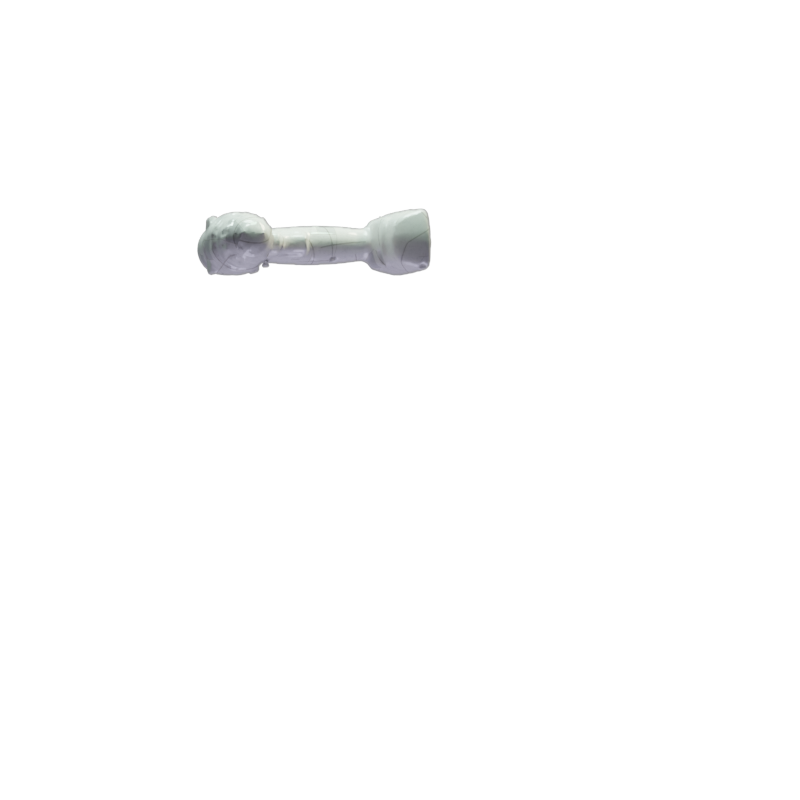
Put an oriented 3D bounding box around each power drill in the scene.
[{"bbox_3d":[-0.073,-0.134,0.938,0.184,0.057,0.189,-1,6,-15],"label":"power drill"}]
